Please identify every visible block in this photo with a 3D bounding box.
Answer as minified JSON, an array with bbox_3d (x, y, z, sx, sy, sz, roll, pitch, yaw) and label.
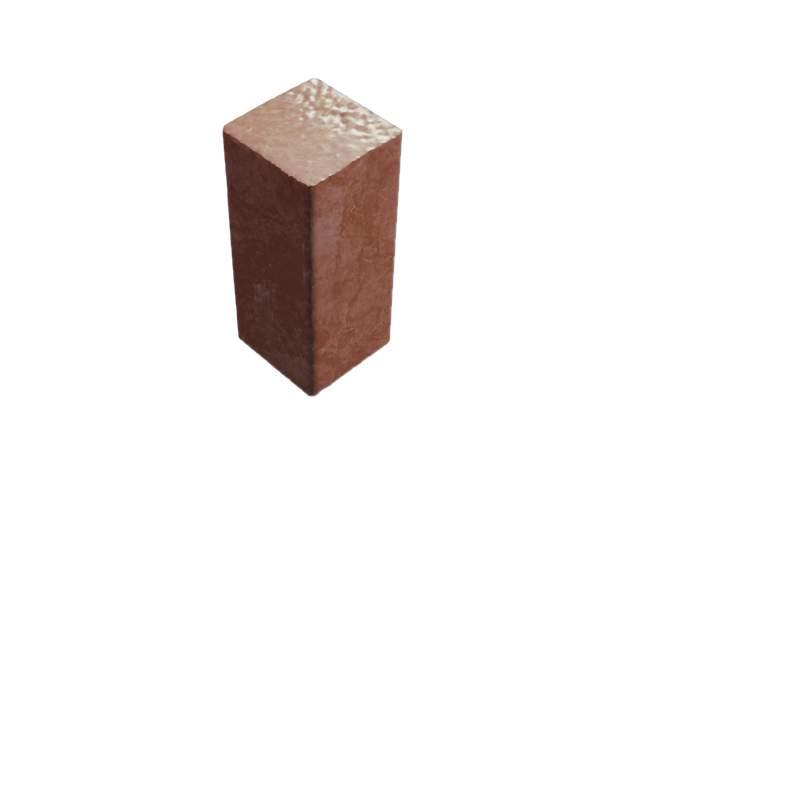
[{"bbox_3d":[-0.064,-0.115,0.808,0.091,0.192,0.097,-35,57,-31],"label":"block"}]
